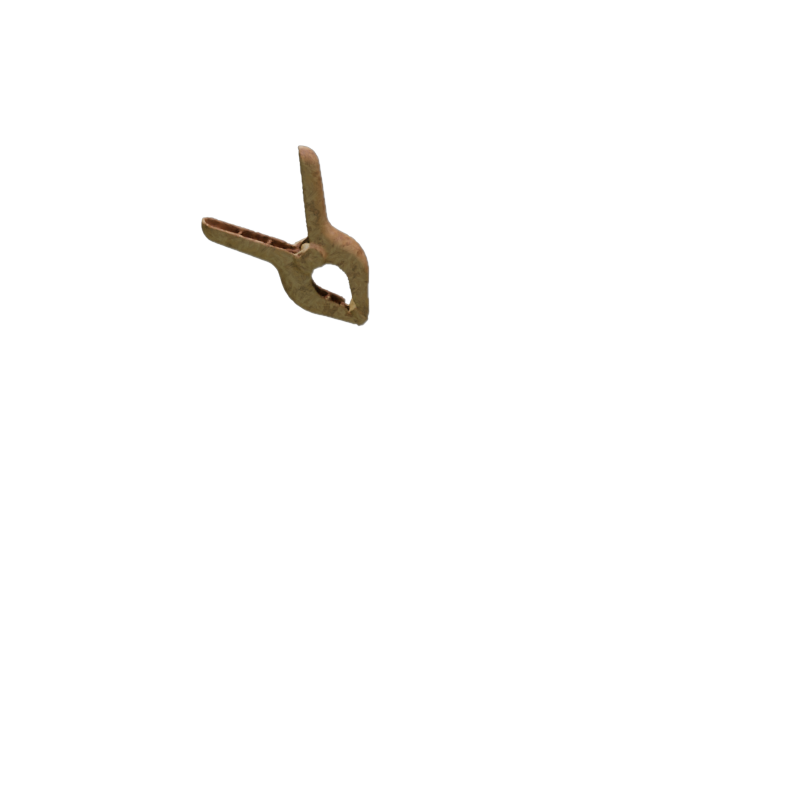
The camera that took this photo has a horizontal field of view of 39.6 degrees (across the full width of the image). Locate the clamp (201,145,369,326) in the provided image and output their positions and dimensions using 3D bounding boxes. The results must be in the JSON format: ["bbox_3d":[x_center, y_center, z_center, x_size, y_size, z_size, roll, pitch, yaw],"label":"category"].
[{"bbox_3d":[-0.077,-0.140,0.978,0.163,0.119,0.042,40,22,-21],"label":"clamp"}]
